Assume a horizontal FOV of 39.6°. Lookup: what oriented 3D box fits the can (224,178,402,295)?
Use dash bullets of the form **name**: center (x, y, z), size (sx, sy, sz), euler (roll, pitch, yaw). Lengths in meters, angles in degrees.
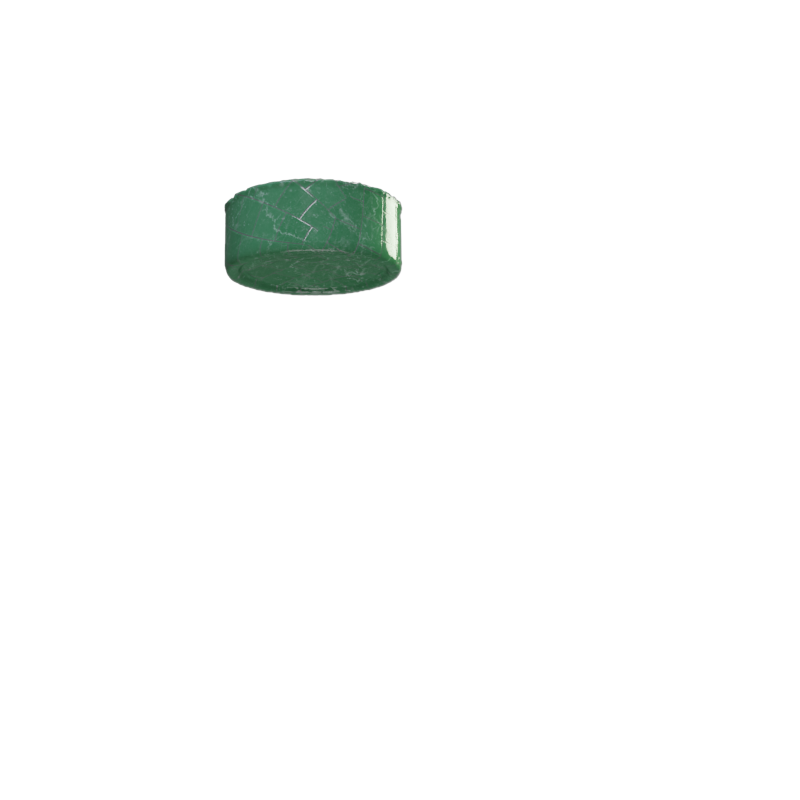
- **can**: center (-0.042, -0.076, 0.531), size (0.086, 0.035, 0.083), euler (0, -10, -2)
